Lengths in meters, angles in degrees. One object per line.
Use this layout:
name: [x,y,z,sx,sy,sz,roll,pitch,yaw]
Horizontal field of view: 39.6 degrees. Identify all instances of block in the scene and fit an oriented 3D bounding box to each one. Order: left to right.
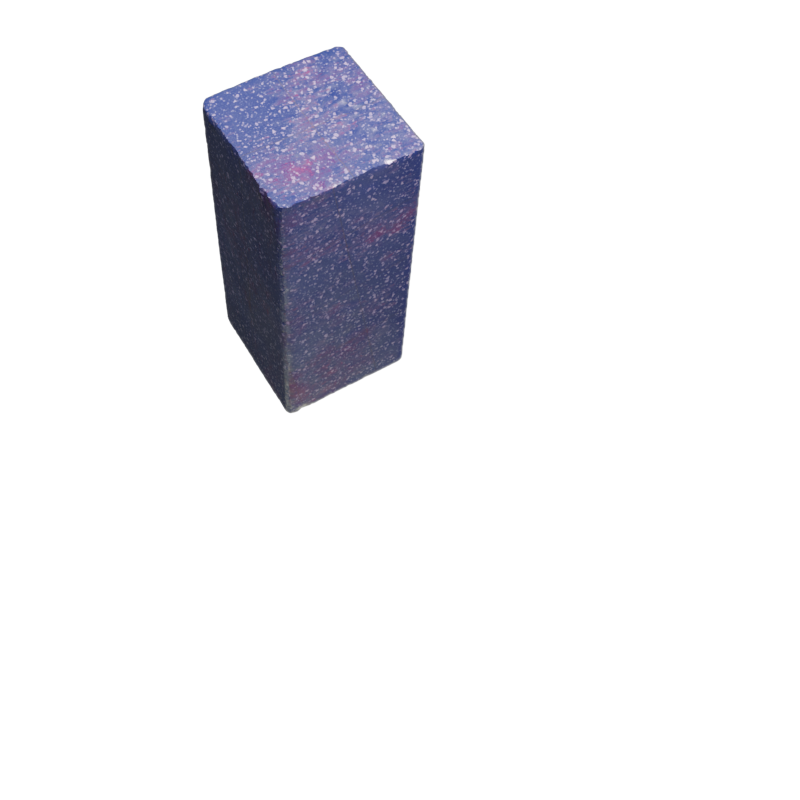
block: [-0.052,-0.094,0.660,0.090,0.097,0.193,-26,-27,-18]
